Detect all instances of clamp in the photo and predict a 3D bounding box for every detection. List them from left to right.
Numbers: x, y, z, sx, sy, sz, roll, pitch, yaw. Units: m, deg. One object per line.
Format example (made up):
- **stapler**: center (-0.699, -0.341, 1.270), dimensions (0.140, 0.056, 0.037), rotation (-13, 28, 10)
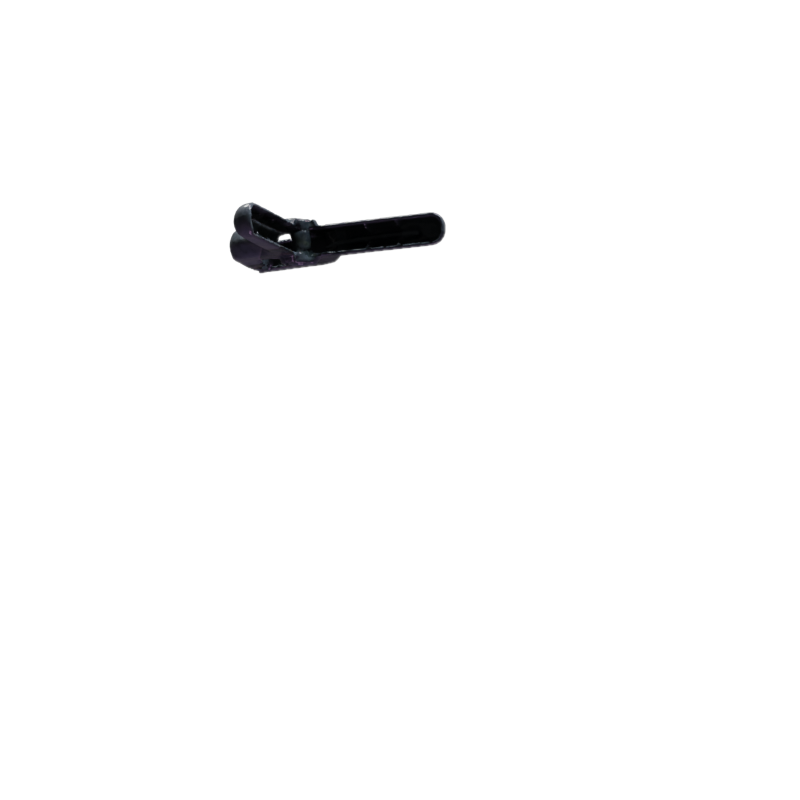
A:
- **clamp**: center (-0.070, -0.127, 0.889), dimensions (0.161, 0.037, 0.212), rotation (0, -1, -18)
